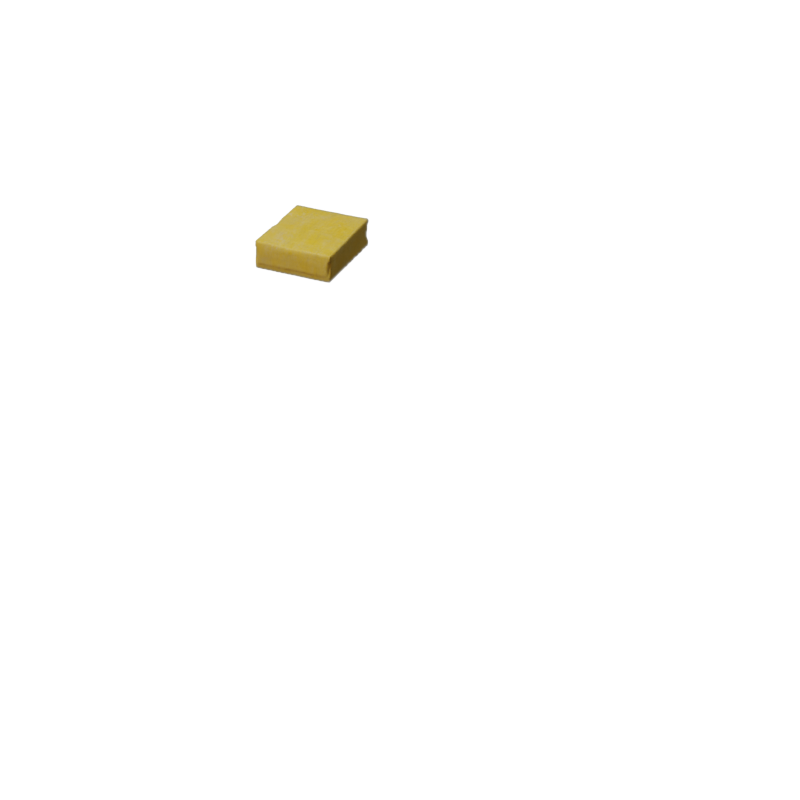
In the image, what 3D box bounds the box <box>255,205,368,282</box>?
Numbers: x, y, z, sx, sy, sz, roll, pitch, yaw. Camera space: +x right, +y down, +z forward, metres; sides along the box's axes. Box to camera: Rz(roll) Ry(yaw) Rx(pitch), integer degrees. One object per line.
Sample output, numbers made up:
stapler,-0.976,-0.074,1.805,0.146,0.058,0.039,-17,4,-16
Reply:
box,-0.078,-0.142,0.995,0.076,0.028,0.091,13,34,19
